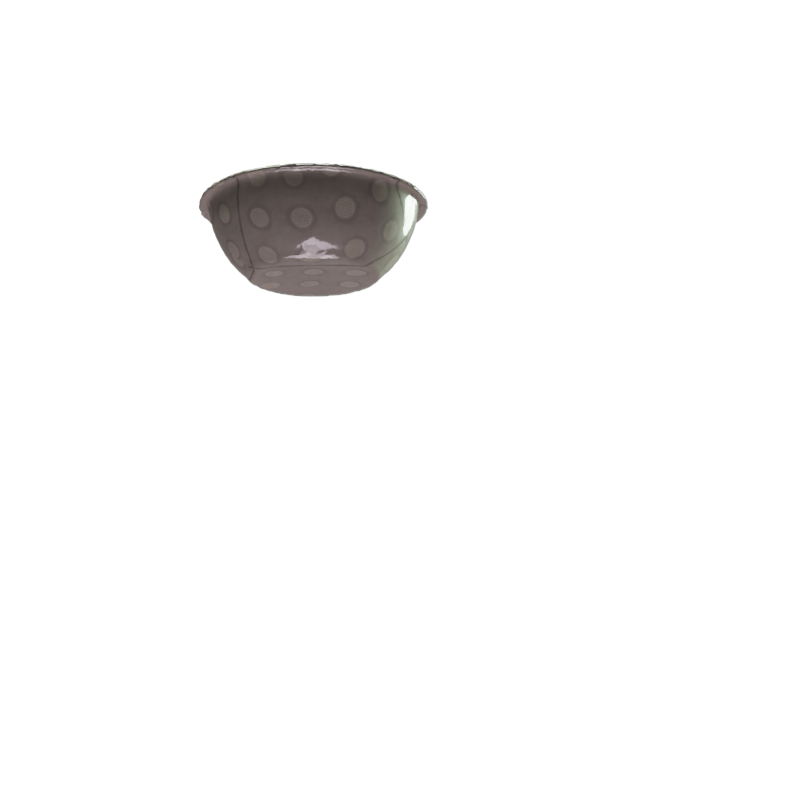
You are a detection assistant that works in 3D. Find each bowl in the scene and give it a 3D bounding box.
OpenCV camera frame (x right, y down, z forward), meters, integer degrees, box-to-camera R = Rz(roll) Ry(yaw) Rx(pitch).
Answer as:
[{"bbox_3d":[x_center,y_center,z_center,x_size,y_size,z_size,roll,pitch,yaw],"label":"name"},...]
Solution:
[{"bbox_3d":[-0.061,-0.111,0.776,0.162,0.057,0.156,0,-12,-2],"label":"bowl"}]
